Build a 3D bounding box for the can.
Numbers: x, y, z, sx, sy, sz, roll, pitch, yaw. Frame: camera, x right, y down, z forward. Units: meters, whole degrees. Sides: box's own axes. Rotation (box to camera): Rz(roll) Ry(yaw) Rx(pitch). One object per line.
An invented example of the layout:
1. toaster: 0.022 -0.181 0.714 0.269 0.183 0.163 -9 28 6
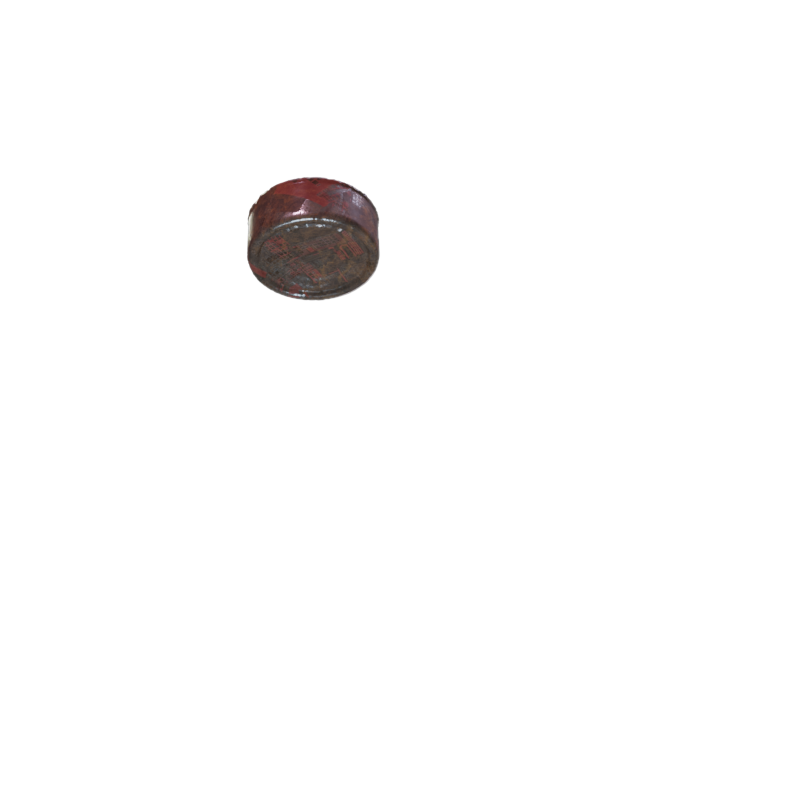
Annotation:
1. can: -0.056 -0.102 0.714 0.086 0.036 0.080 1 -36 -2
